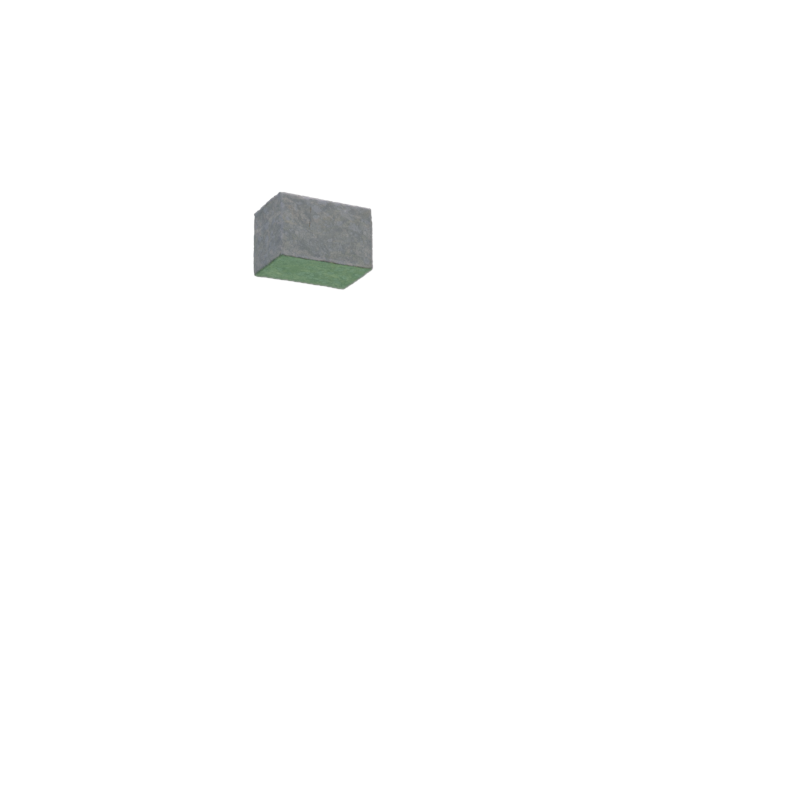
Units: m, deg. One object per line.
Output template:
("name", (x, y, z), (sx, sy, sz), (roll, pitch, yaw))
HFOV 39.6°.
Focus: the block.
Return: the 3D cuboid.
("block", (-0.065, -0.119, 0.836), (0.075, 0.054, 0.052), (8, -19, -27))
